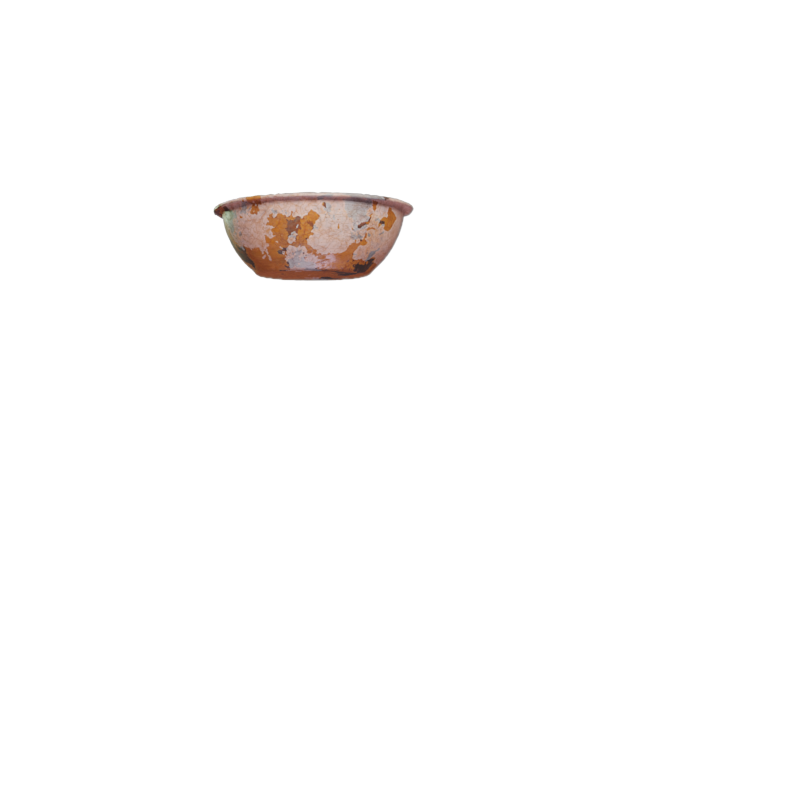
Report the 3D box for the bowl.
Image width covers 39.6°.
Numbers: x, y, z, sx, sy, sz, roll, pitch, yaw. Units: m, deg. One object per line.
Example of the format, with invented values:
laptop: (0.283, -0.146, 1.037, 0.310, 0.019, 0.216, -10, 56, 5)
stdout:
bowl: (-0.070, -0.128, 0.893, 0.162, 0.056, 0.161, 0, 0, -2)
